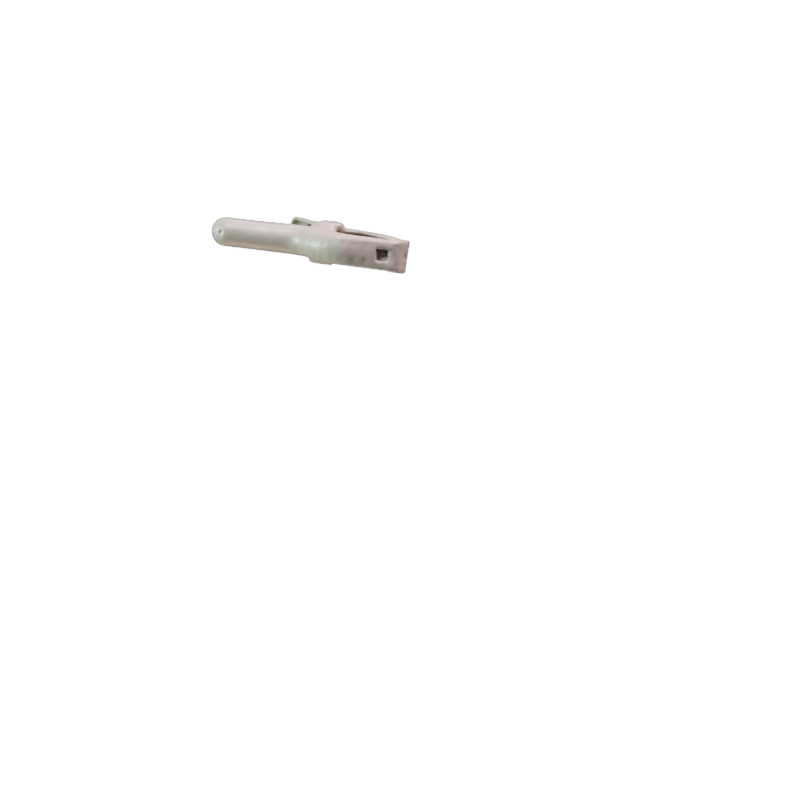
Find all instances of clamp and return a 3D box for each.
[{"bbox_3d":[-0.074,-0.135,0.945,0.181,0.038,0.117,15,22,43],"label":"clamp"}]
